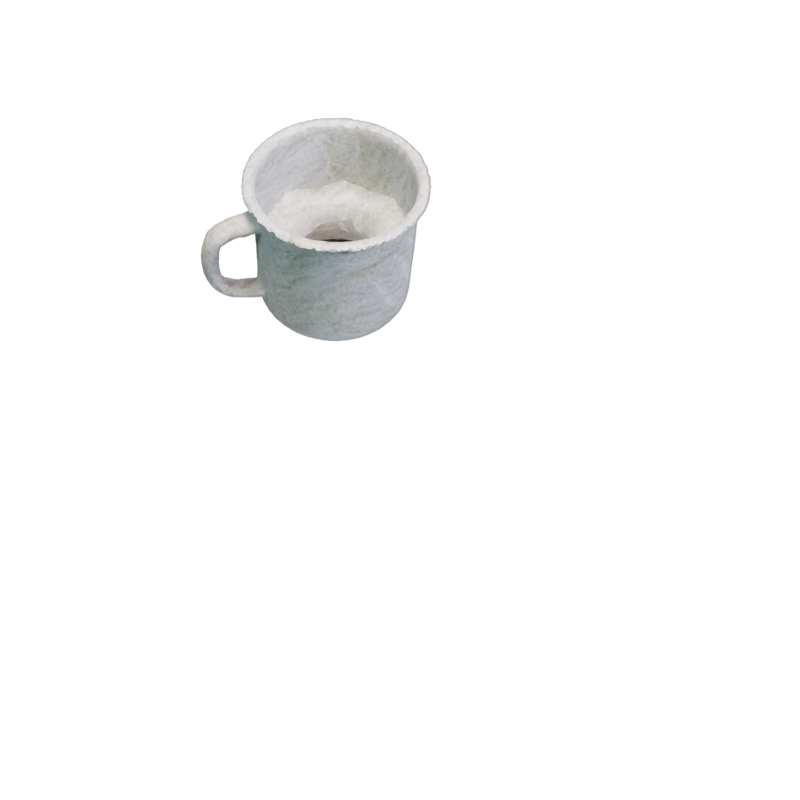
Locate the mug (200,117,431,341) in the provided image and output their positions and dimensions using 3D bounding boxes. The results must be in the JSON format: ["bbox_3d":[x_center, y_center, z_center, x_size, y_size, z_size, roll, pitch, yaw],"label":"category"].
[{"bbox_3d":[-0.044,-0.081,0.568,0.116,0.101,0.076,-18,-36,-15],"label":"mug"}]
